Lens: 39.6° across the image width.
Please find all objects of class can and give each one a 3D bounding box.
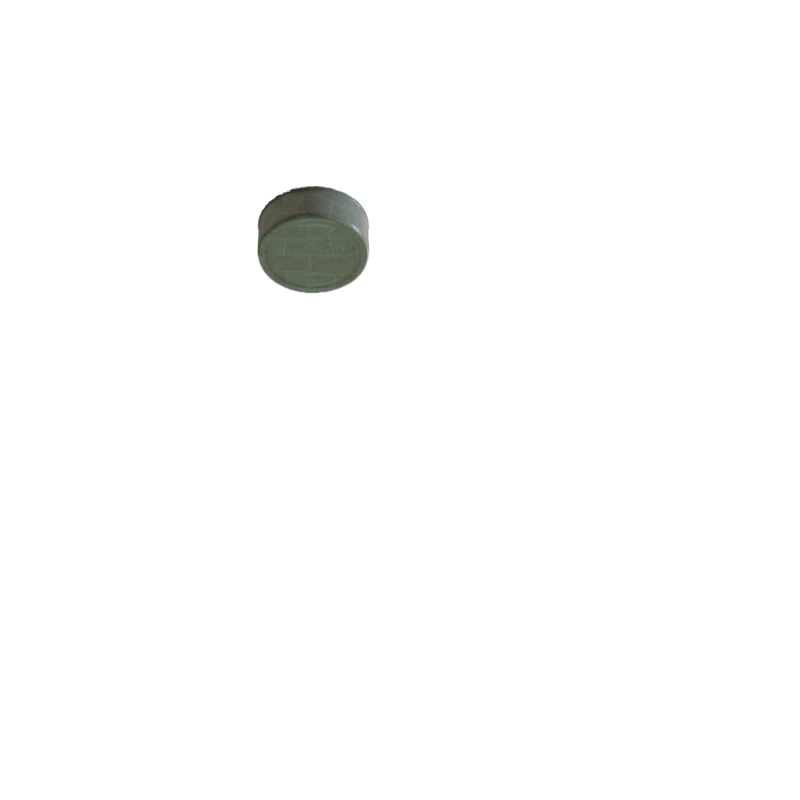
[{"bbox_3d":[-0.066,-0.120,0.842,0.086,0.036,0.080,1,-40,-2],"label":"can"}]
